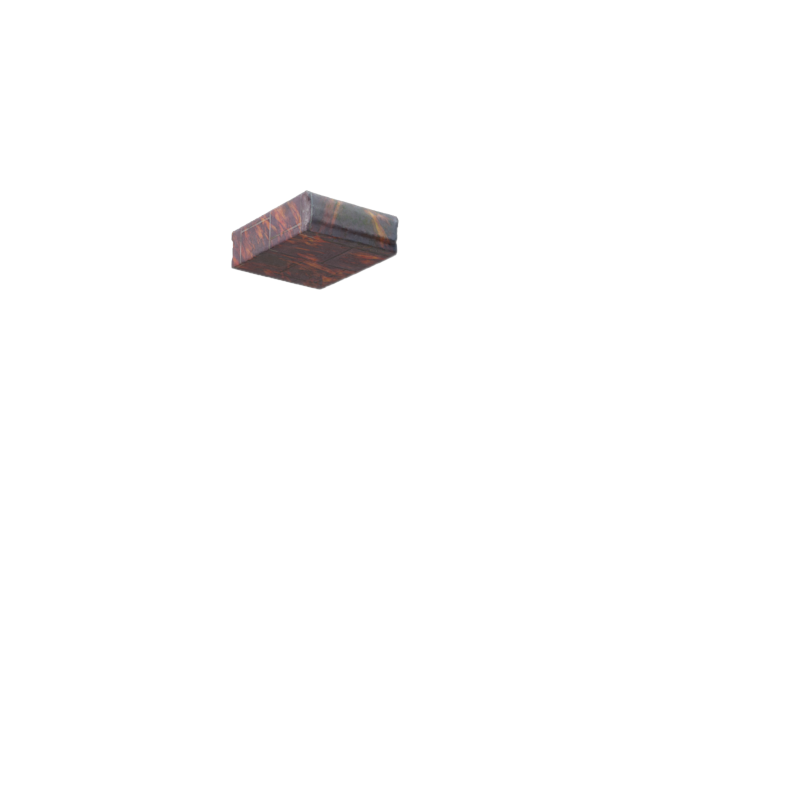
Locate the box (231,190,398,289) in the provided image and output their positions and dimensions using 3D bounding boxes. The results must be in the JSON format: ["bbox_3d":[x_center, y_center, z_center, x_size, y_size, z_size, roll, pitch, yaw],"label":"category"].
[{"bbox_3d":[-0.056,-0.103,0.718,0.069,0.031,0.090,11,-19,-36],"label":"box"}]
